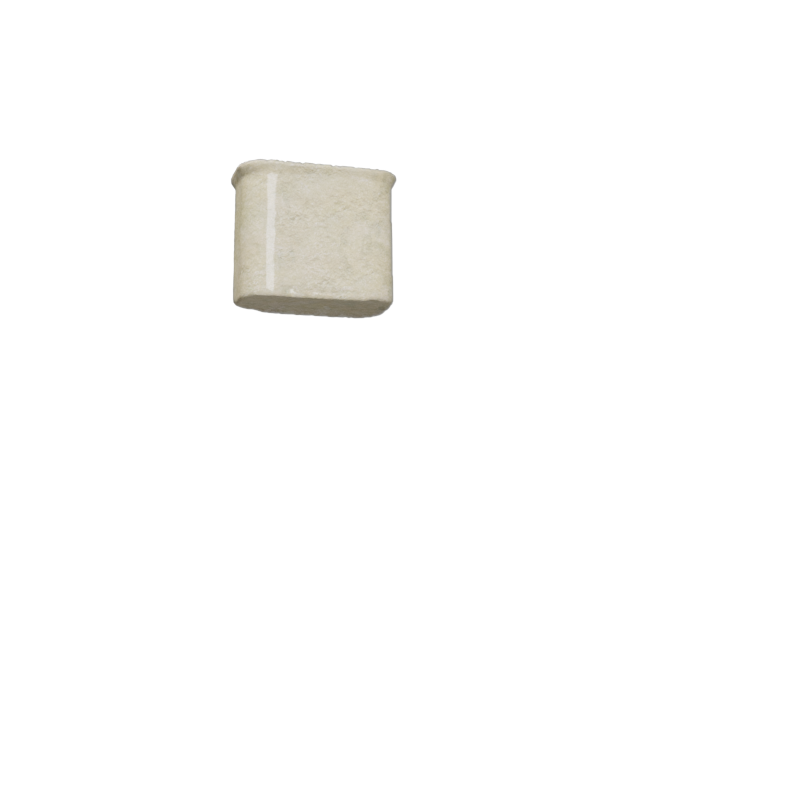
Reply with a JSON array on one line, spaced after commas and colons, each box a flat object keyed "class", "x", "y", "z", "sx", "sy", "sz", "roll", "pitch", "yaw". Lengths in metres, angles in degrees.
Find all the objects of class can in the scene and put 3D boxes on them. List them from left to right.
[{"class": "can", "x": -0.054, "y": -0.098, "z": 0.689, "sx": 0.100, "sy": 0.087, "sz": 0.057, "roll": 3, "pitch": -14, "yaw": -15}]
